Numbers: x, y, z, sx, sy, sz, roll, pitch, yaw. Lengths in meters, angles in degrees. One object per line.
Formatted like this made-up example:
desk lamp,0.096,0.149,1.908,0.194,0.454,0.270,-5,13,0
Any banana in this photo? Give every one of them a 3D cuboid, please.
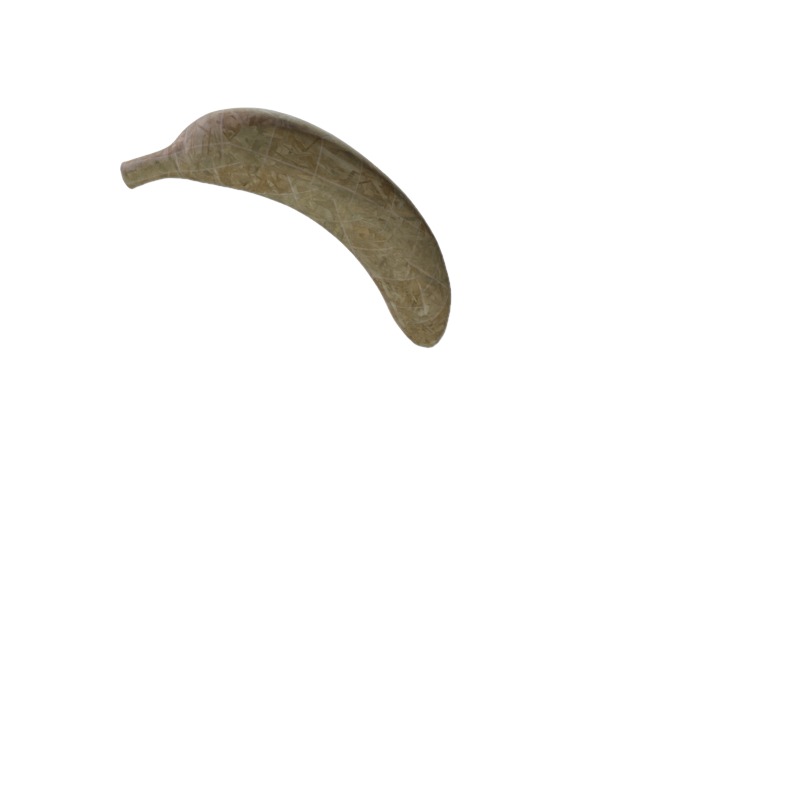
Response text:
banana,-0.031,-0.085,0.518,0.186,0.039,0.069,29,-46,-33
